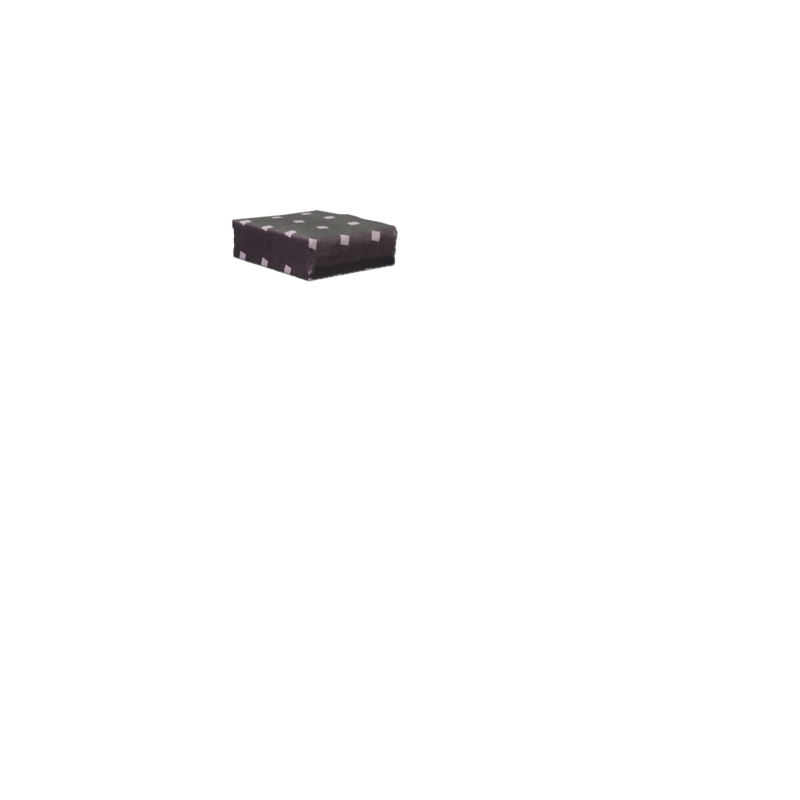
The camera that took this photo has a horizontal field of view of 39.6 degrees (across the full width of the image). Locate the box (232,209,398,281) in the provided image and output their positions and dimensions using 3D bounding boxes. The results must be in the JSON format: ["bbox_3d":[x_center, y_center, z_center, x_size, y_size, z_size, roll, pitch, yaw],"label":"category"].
[{"bbox_3d":[-0.057,-0.105,0.736,0.071,0.029,0.094,-13,22,-37],"label":"box"}]
